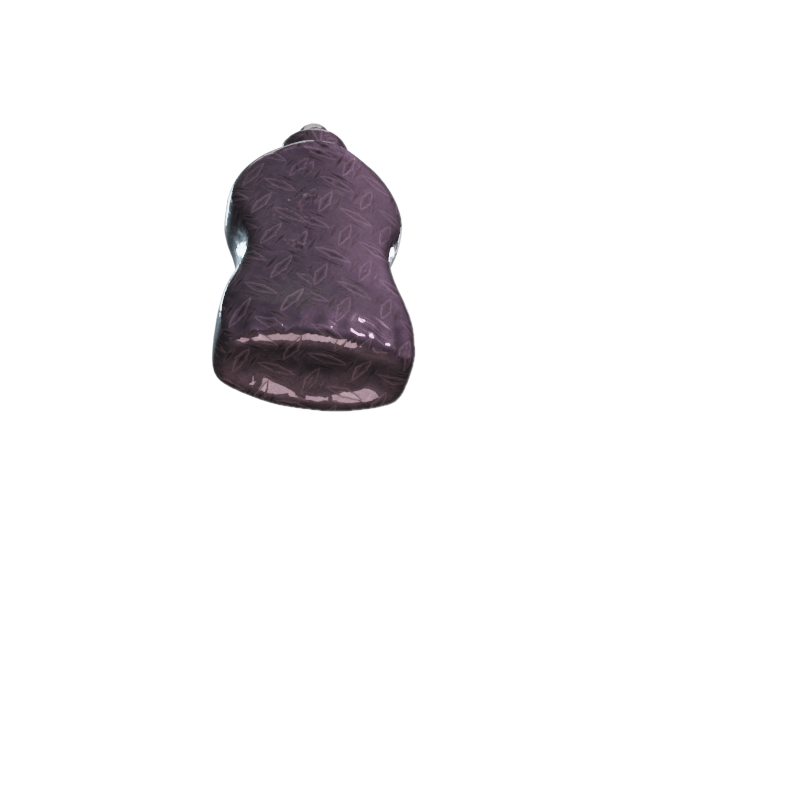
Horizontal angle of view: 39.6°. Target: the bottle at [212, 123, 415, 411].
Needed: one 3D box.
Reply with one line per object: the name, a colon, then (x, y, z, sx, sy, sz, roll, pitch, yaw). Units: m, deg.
bottle: (-0.046, -0.085, 0.593, 0.095, 0.206, 0.055, 5, -45, -9)
